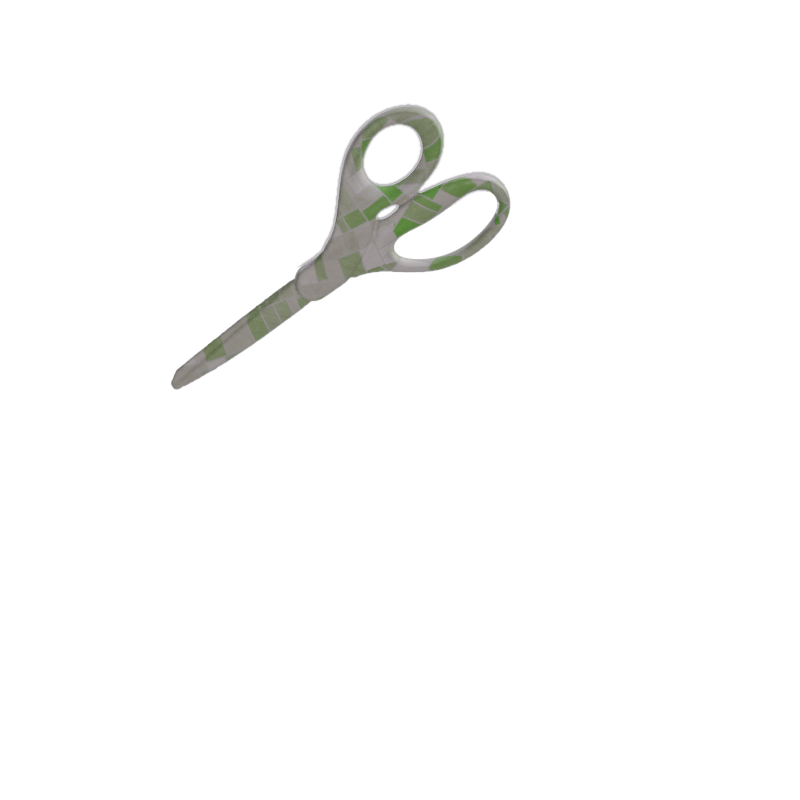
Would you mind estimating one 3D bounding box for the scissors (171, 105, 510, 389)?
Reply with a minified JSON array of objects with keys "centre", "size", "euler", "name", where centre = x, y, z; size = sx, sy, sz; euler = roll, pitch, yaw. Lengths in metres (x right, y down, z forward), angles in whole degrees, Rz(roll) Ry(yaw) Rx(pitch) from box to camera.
[{"centre":[-0.044,-0.081,0.568],"size":[0.202,0.092,0.016],"euler":[-21,17,6],"name":"scissors"}]
